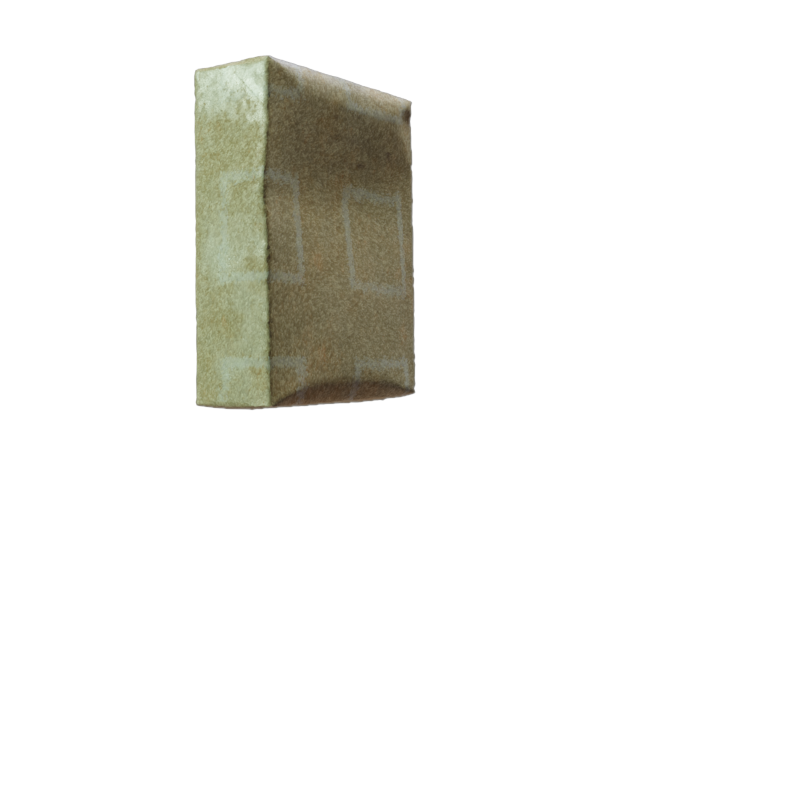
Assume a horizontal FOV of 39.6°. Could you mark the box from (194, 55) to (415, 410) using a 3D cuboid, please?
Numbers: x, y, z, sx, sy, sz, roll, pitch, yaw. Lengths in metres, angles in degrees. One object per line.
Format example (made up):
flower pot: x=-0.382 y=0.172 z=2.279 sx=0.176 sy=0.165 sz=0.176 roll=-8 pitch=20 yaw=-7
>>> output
box: x=-0.058 y=-0.105 z=0.735 sx=0.074 sy=0.216 sz=0.157 roll=-4 pitch=-4 yaw=35
